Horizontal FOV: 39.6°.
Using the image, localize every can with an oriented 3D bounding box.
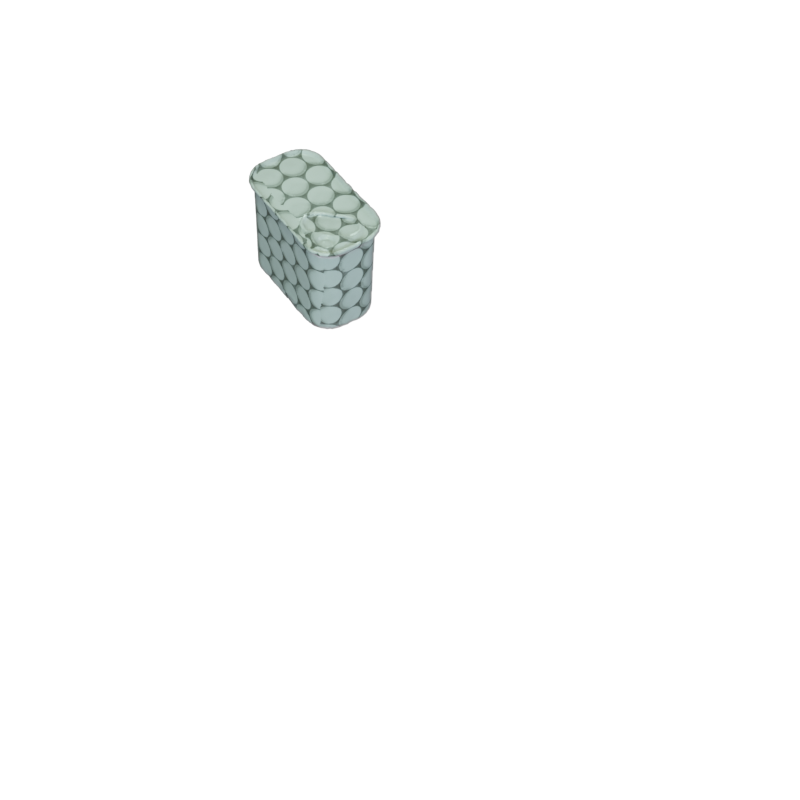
[{"bbox_3d":[-0.061,-0.111,0.774,0.057,0.078,0.110,-26,55,-22],"label":"can"}]
